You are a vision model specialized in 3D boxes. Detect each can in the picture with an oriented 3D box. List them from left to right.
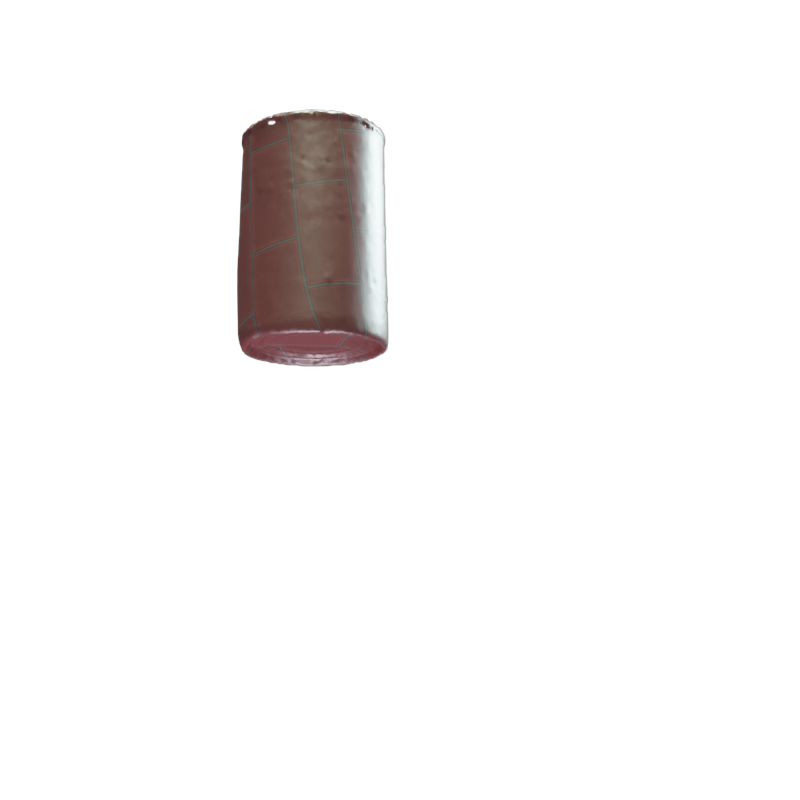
[{"bbox_3d":[-0.040,-0.072,0.506,0.068,0.107,0.066,0,-17,-2],"label":"can"}]
